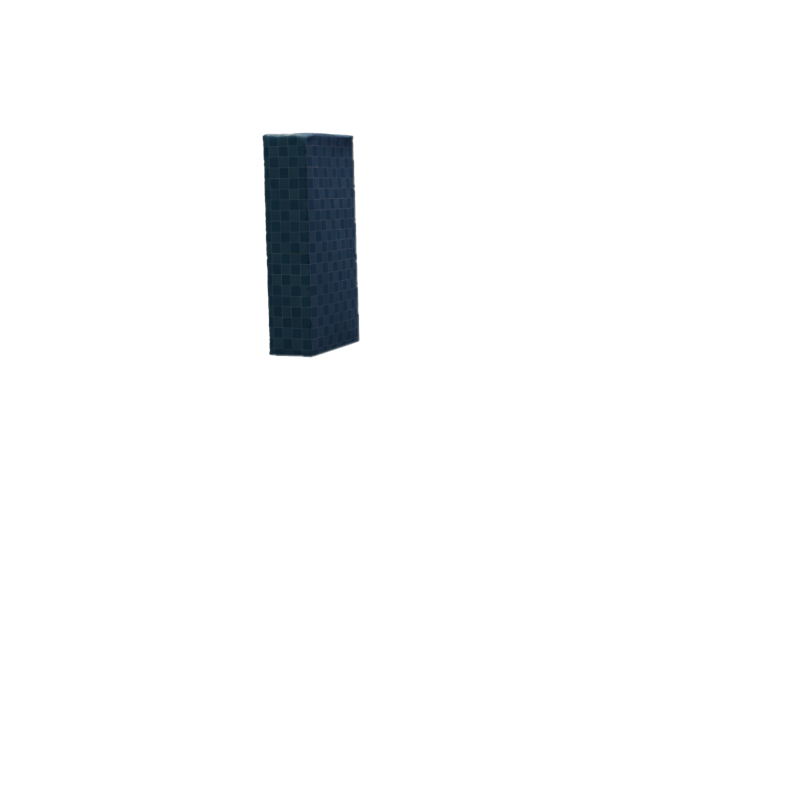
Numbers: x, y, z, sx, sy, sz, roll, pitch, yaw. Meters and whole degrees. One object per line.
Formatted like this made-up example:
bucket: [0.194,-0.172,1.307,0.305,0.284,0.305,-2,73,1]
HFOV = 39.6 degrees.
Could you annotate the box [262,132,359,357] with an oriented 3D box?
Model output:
box: [-0.071,-0.129,0.906,0.050,0.174,0.092,3,7,24]
